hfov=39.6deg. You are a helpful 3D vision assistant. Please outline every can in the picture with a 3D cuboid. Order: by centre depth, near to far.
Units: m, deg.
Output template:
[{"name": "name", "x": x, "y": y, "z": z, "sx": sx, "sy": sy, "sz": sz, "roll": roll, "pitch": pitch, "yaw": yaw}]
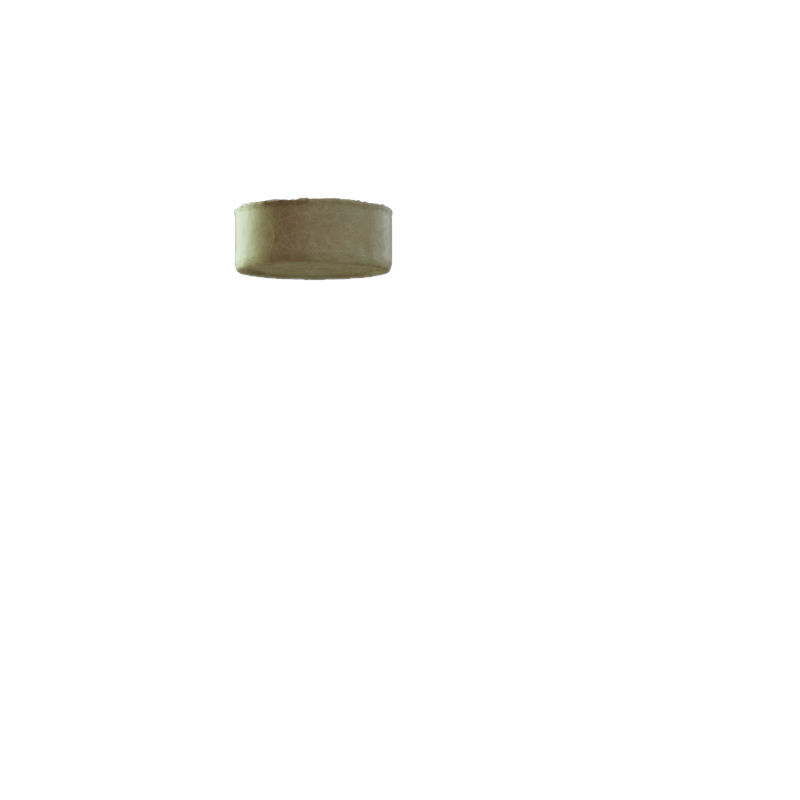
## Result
[{"name": "can", "x": -0.047, "y": -0.085, "z": 0.596, "sx": 0.086, "sy": 0.034, "sz": 0.085, "roll": 0, "pitch": -1, "yaw": -2}]
